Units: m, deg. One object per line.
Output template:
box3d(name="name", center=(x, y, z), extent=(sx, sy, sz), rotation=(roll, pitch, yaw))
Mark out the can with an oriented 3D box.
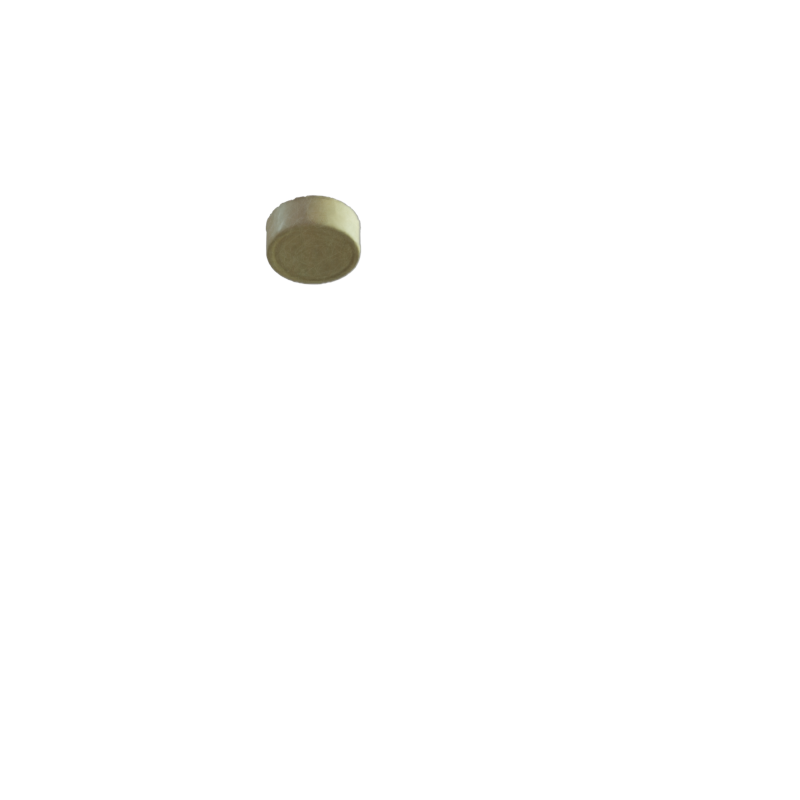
box3d(name="can", center=(-0.077, -0.141, 0.987), extent=(0.086, 0.036, 0.080), rotation=(1, -37, -2))
